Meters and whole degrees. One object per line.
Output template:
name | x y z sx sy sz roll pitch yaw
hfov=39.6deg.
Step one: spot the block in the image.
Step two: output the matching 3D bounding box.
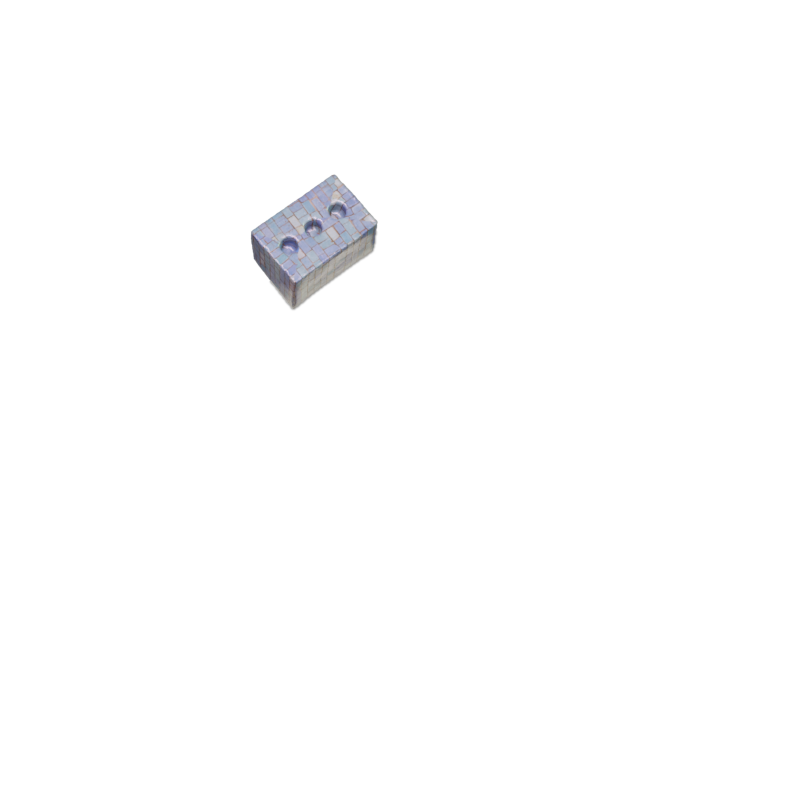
block | -0.063 -0.115 0.807 0.078 0.055 0.049 -38 -14 -14
